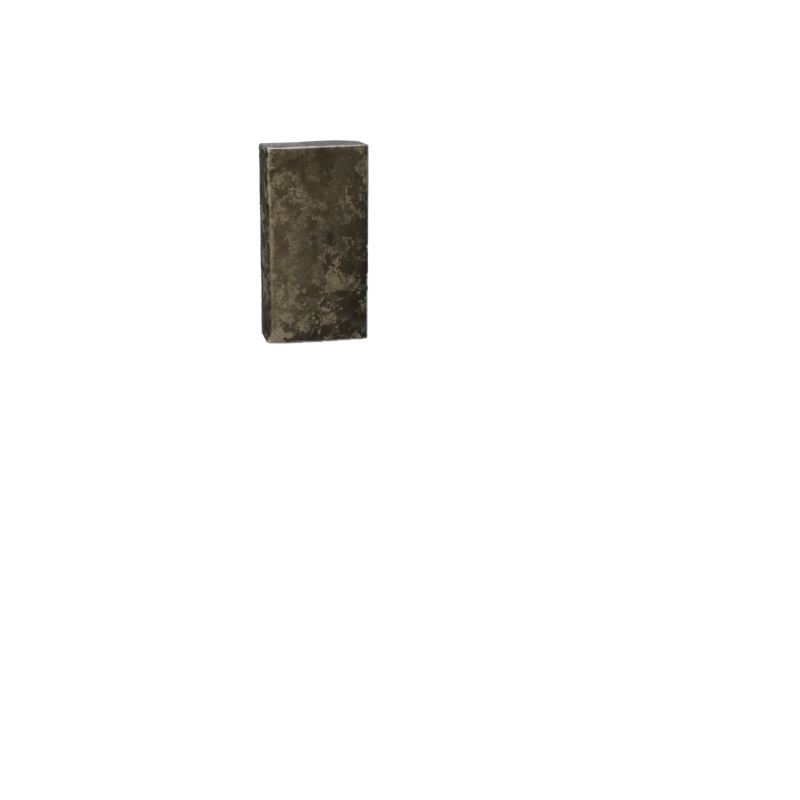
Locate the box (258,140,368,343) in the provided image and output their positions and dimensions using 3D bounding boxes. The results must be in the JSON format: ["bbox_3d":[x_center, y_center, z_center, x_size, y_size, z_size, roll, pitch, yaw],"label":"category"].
[{"bbox_3d":[-0.077,-0.140,0.981,0.092,0.172,0.050,-3,12,-15],"label":"box"}]
